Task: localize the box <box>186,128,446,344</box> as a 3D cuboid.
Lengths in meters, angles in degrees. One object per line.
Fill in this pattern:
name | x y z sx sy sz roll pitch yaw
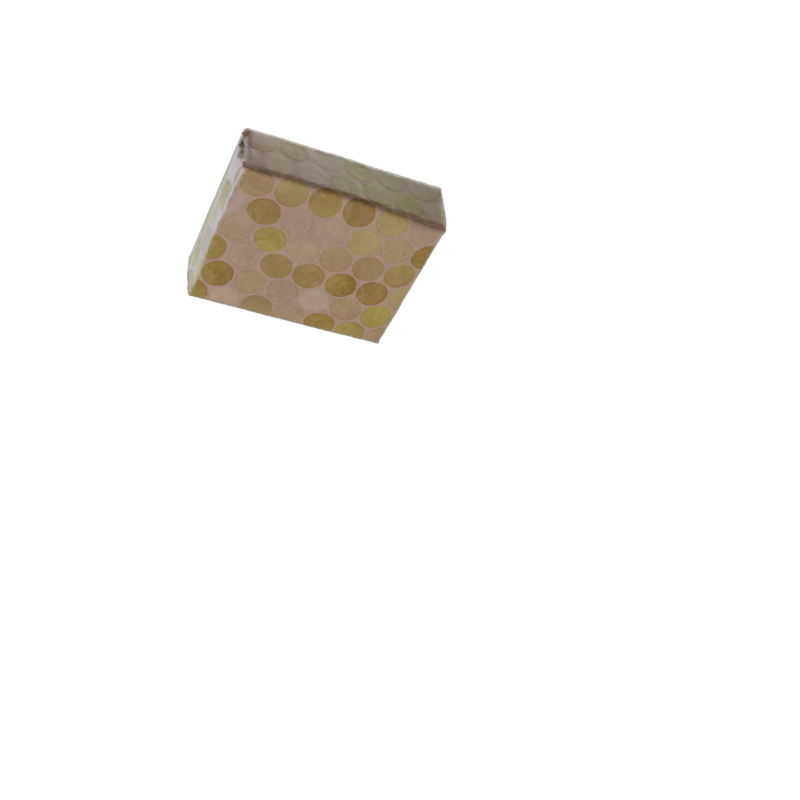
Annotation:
box | -0.045 -0.082 0.576 0.110 0.042 0.086 17 -49 -16
